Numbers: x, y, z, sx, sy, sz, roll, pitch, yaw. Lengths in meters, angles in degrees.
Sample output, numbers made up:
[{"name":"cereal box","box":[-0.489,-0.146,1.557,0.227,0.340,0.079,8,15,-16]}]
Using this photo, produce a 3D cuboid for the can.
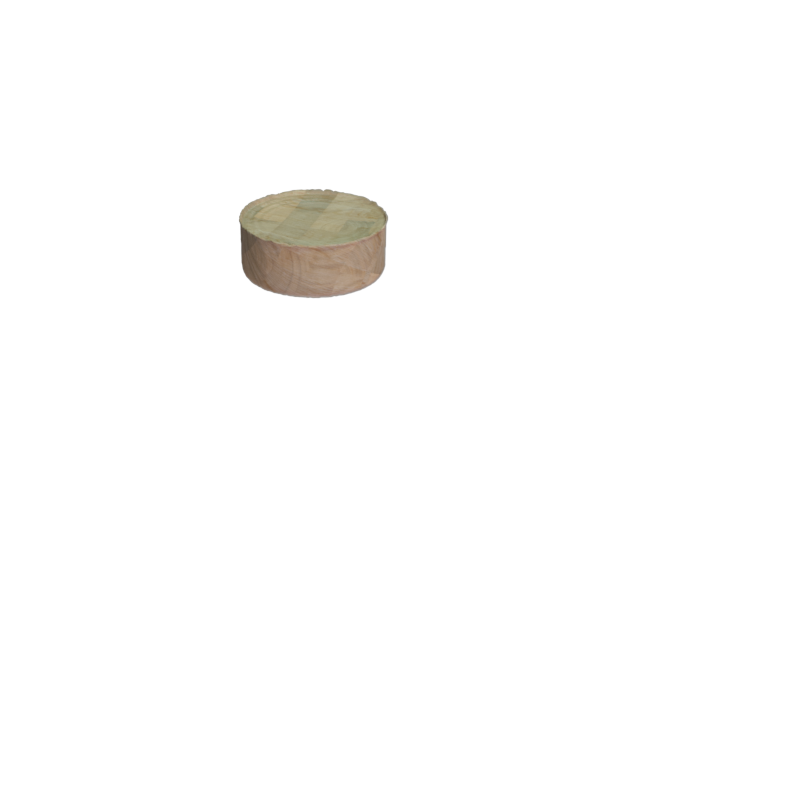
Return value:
[{"name":"can","box":[-0.050,-0.092,0.644,0.086,0.032,0.091,-1,29,-2]}]
